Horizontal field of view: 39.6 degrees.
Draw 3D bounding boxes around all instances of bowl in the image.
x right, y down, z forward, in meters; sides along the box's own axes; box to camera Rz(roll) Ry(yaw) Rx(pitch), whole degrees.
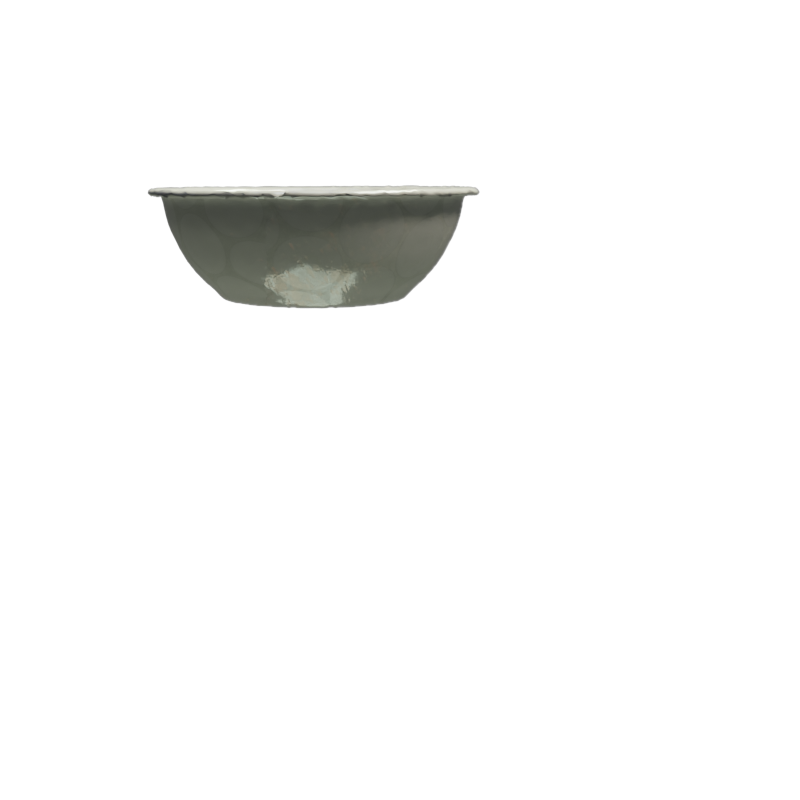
[{"bbox_3d":[-0.043,-0.078,0.547,0.162,0.054,0.166,0,11,-2],"label":"bowl"}]
